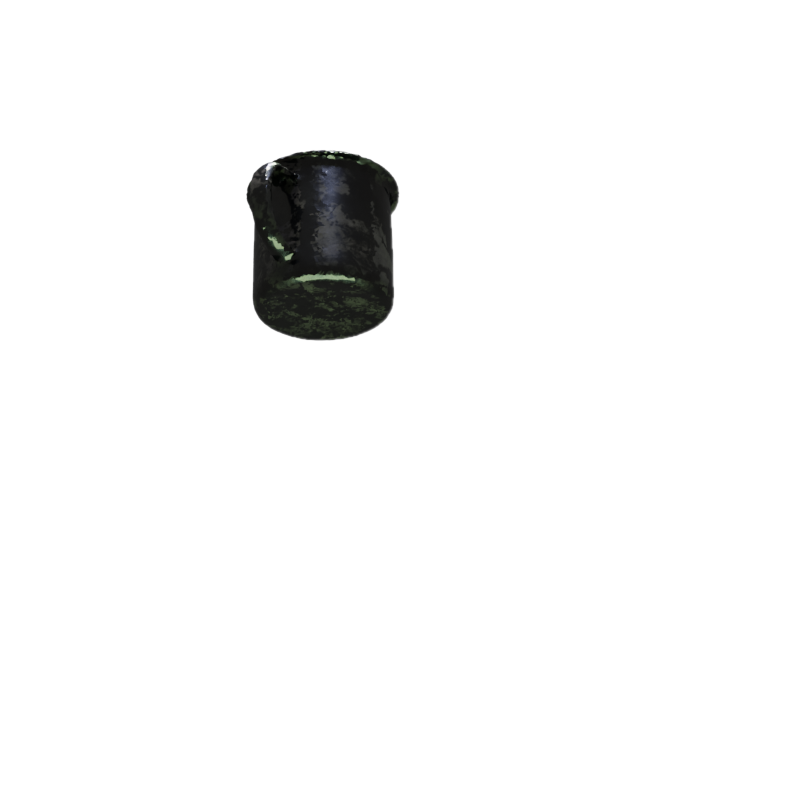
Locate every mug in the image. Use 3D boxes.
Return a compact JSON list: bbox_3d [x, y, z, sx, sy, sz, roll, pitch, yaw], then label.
[{"bbox_3d":[-0.051,-0.092,0.645,0.094,0.087,0.108,-14,-31,22],"label":"mug"}]
